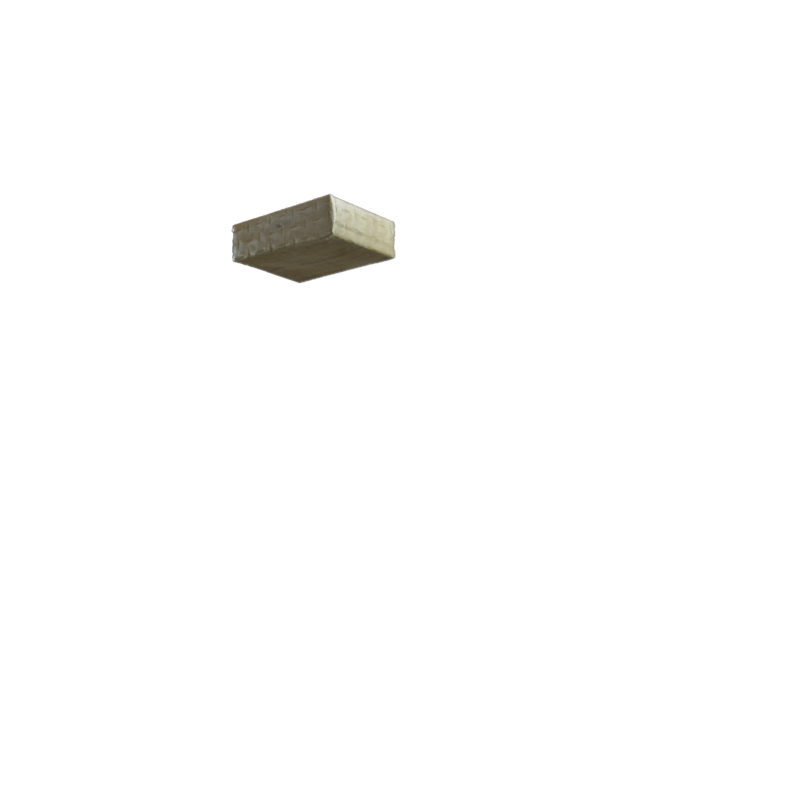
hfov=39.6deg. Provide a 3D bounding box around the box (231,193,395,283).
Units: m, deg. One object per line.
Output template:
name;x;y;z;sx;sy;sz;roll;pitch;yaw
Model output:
box;-0.074;-0.135;0.947;0.116;0.040;0.085;-8;-13;37
